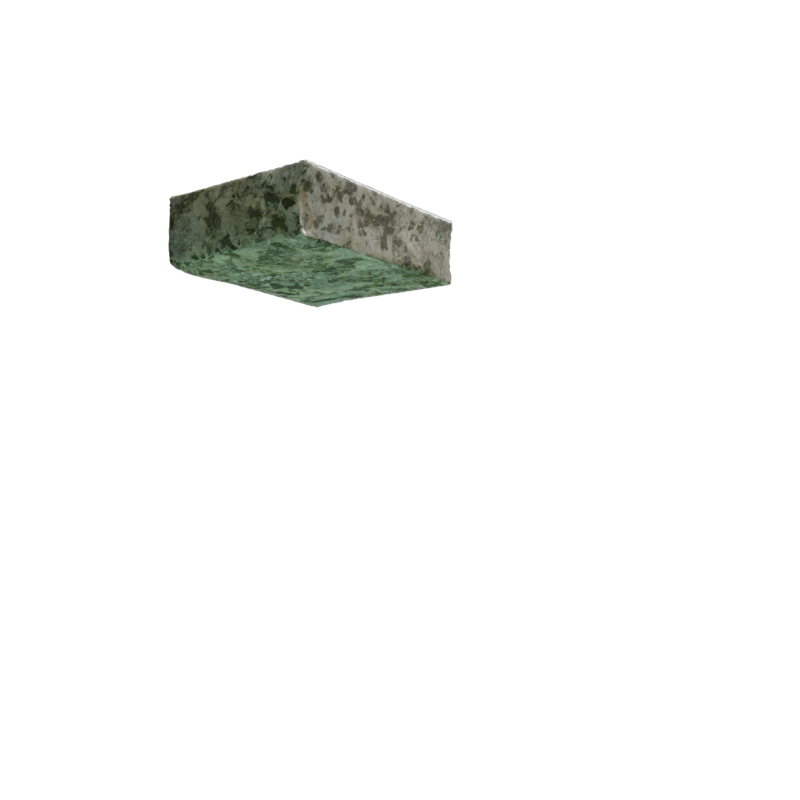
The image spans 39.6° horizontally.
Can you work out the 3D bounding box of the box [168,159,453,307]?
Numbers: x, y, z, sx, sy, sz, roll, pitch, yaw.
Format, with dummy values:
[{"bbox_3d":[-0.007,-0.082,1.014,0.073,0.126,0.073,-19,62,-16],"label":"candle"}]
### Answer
[{"bbox_3d":[-0.042,-0.077,0.537,0.092,0.040,0.107,-7,-11,39],"label":"box"}]
